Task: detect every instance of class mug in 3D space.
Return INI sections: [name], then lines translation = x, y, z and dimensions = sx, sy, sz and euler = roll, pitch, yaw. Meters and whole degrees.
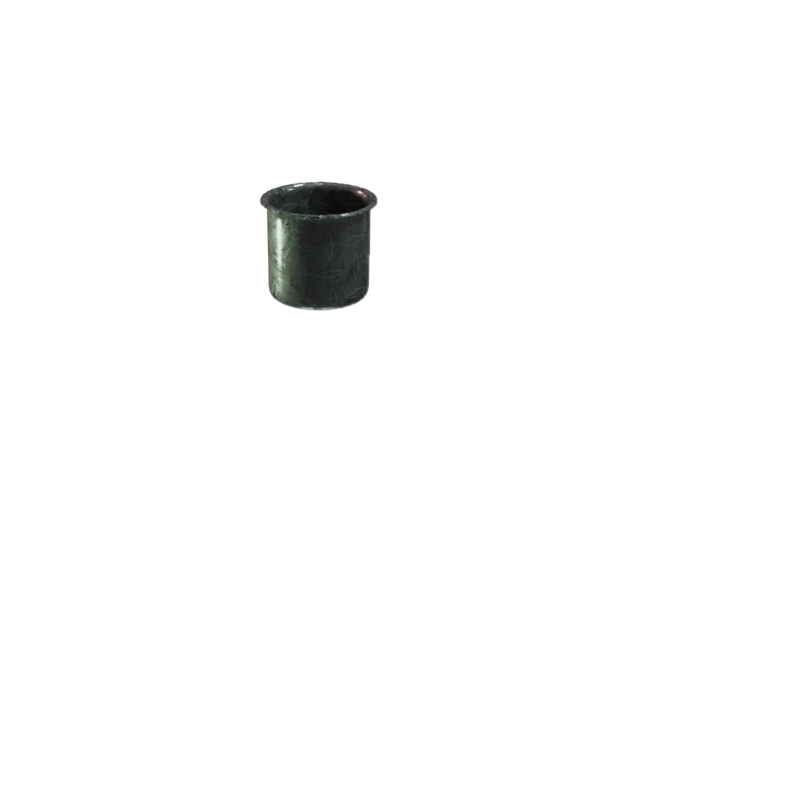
[mug]
translation = -0.070, -0.128, 0.895
dimensions = 0.091, 0.078, 0.125
euler = -10, 27, -22
